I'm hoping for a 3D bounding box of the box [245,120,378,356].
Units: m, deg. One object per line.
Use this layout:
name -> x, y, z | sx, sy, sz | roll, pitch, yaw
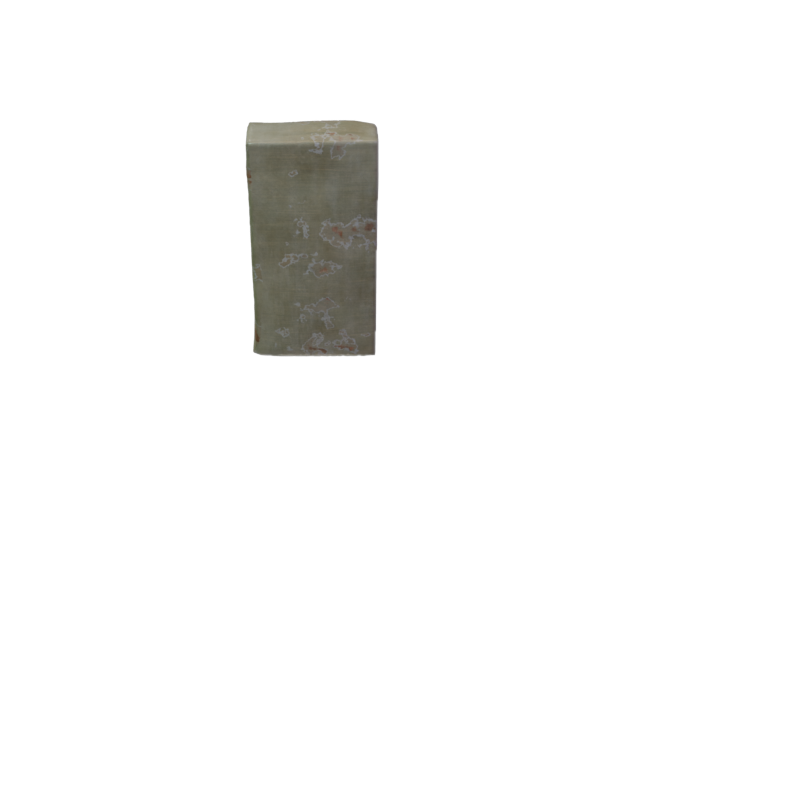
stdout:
box -> -0.063, -0.115, 0.807 | 0.093, 0.166, 0.051 | 1, 28, -2
